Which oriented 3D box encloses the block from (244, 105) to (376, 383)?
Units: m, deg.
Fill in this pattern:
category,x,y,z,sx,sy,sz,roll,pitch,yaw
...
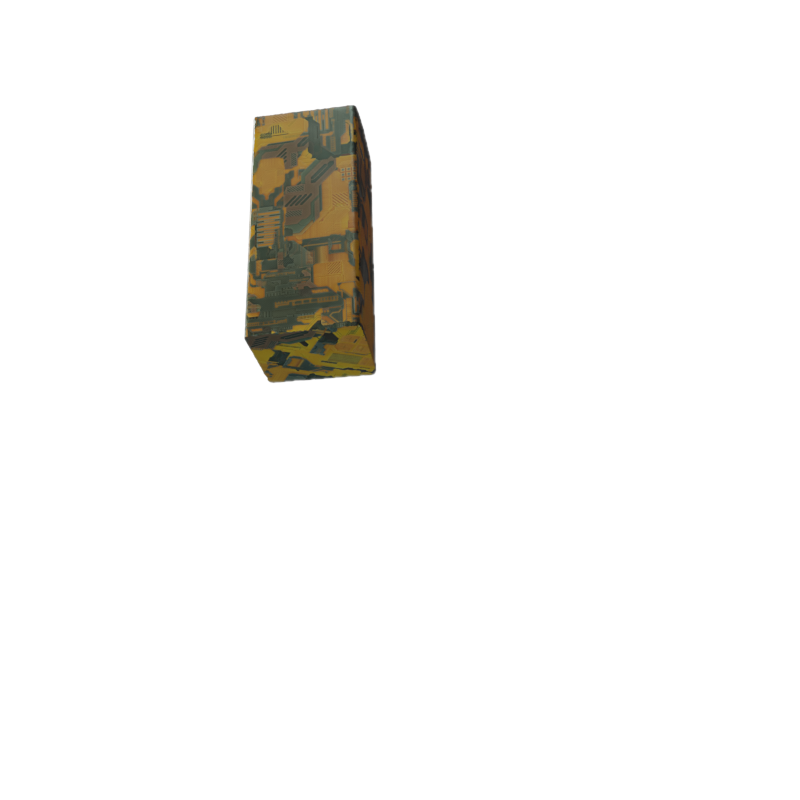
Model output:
category,x,y,z,sx,sy,sz,roll,pitch,yaw
block,-0.071,-0.129,0.908,0.091,0.219,0.084,-6,-29,7
